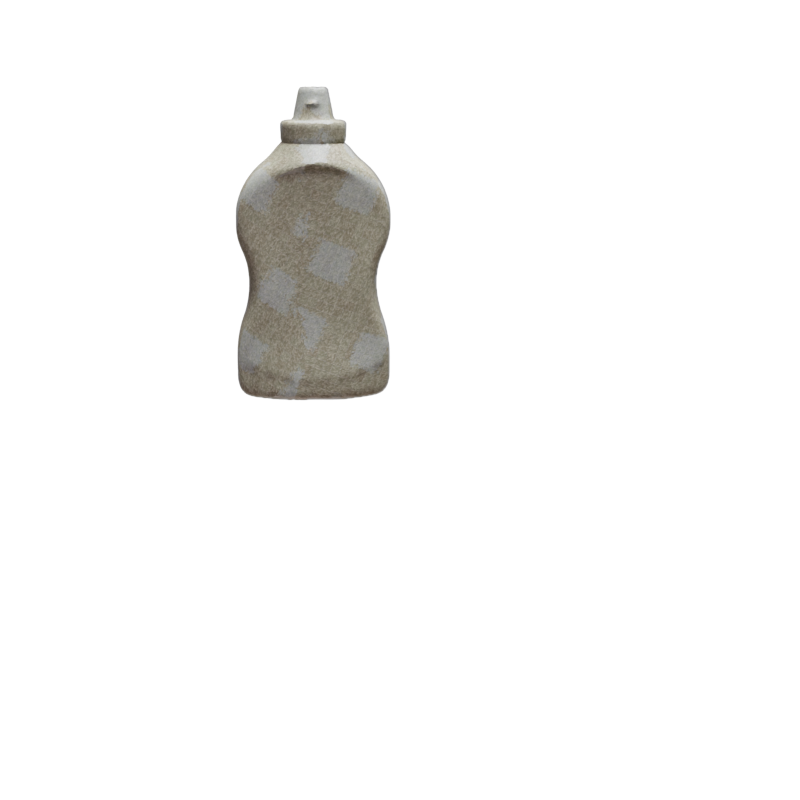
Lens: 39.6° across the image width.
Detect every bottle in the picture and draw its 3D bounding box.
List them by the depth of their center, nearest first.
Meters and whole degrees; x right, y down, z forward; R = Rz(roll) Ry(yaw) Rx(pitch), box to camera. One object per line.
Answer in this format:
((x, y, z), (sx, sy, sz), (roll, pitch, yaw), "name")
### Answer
((-0.054, -0.099, 0.693), (0.096, 0.188, 0.060), (0, 9, -2), "bottle")
